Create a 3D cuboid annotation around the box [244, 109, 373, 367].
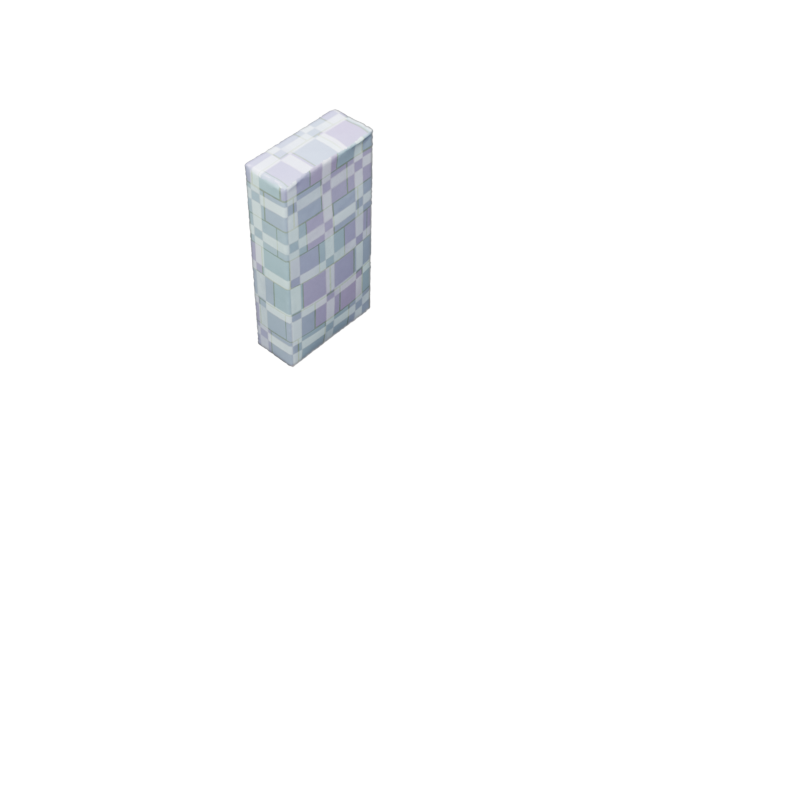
[{"bbox_3d":[-0.064,-0.117,0.818,0.051,0.164,0.094,34,54,25],"label":"box"}]
